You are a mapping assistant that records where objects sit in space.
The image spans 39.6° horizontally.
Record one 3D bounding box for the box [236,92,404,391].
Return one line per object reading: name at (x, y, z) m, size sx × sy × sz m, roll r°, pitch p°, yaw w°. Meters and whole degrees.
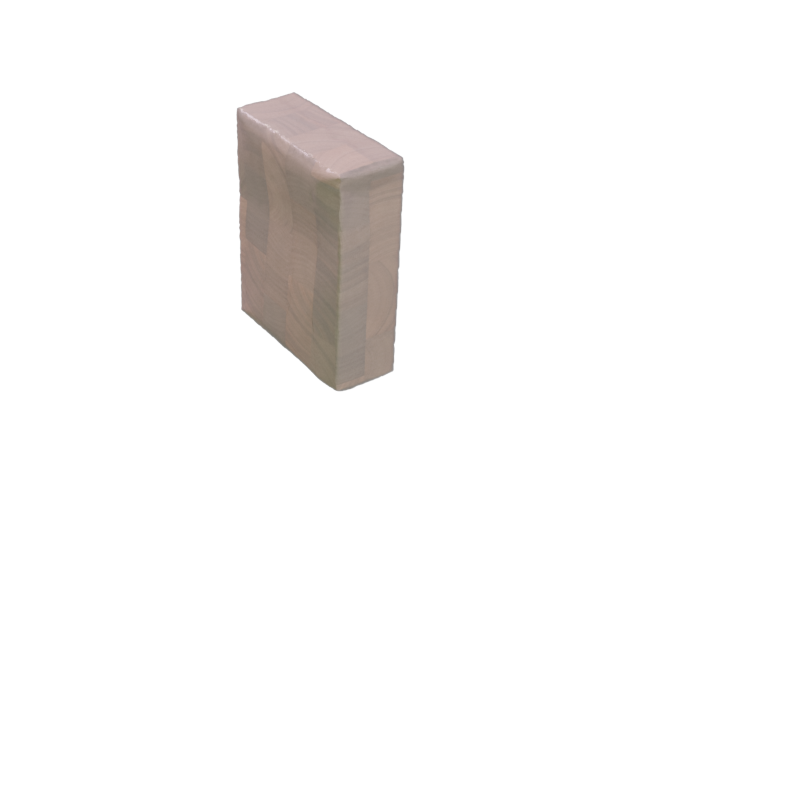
box at (-0.076, -0.139, 0.972) m, size 0.071 × 0.201 × 0.177 m, roll -20°, pitch 40°, yaw -30°
